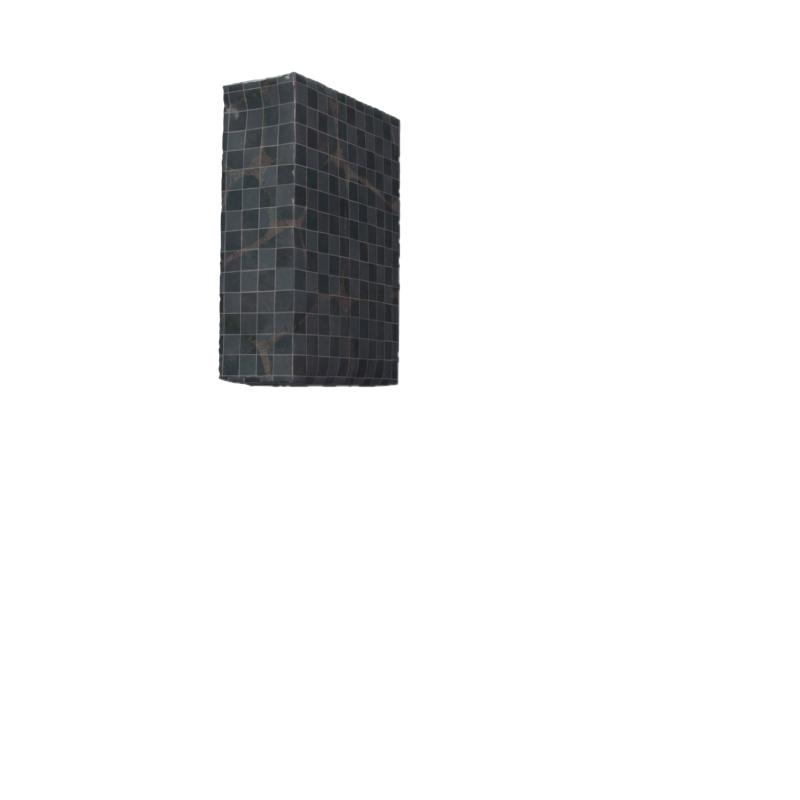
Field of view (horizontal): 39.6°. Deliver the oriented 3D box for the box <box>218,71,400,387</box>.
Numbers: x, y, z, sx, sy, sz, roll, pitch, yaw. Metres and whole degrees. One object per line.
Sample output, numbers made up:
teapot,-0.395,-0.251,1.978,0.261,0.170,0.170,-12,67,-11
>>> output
box,-0.064,-0.118,0.823,0.074,0.217,0.157,-4,-6,28
